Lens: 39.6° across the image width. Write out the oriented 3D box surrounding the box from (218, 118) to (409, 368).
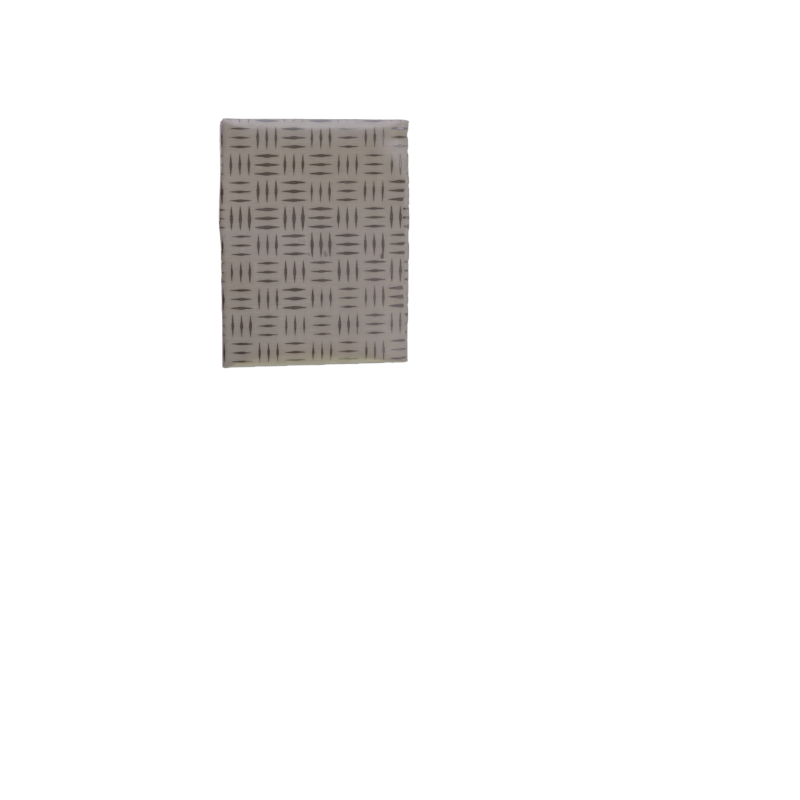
[{"bbox_3d":[-0.076,-0.138,0.967,0.163,0.211,0.073,-1,6,-6],"label":"box"}]
